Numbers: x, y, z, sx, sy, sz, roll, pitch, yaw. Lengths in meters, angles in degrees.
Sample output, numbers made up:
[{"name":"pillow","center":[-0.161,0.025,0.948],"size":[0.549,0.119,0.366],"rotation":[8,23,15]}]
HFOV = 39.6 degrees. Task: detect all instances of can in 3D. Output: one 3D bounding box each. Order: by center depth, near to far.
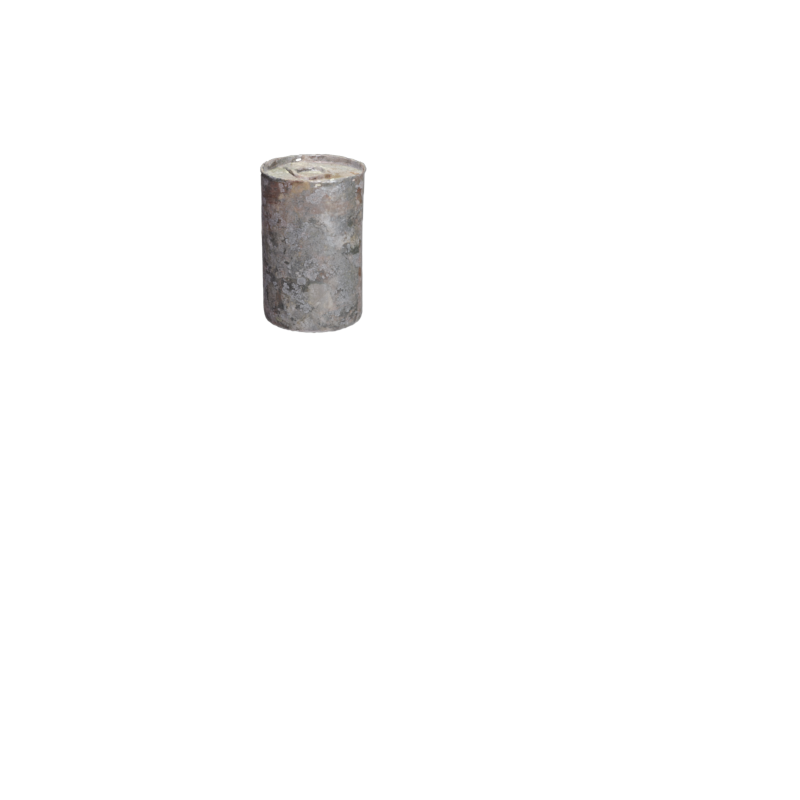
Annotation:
[{"name":"can","center":[-0.057,-0.103,0.723],"size":[0.068,0.098,0.072],"rotation":[0,22,-2]}]
